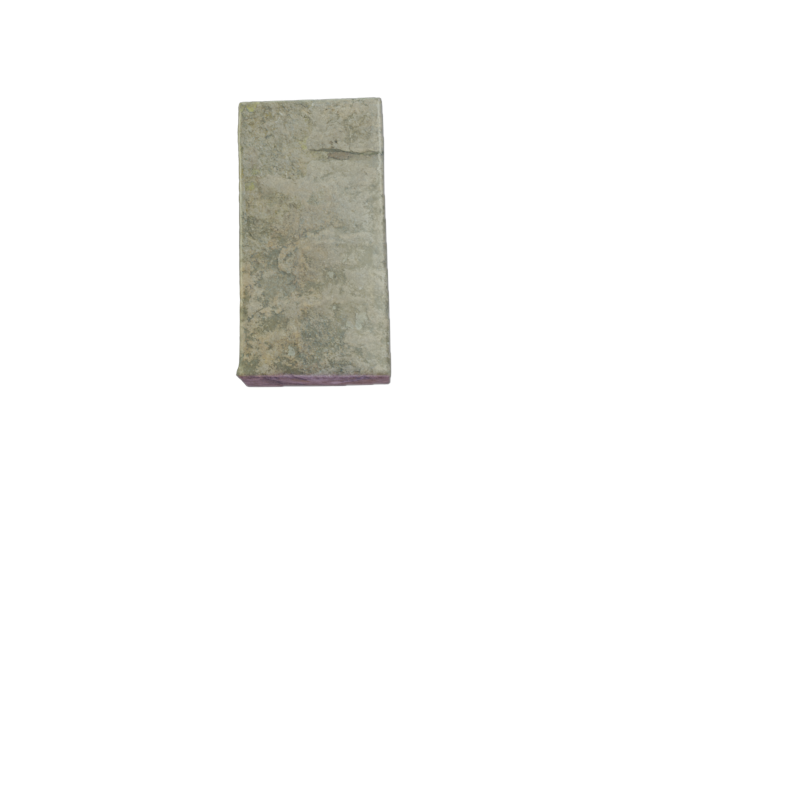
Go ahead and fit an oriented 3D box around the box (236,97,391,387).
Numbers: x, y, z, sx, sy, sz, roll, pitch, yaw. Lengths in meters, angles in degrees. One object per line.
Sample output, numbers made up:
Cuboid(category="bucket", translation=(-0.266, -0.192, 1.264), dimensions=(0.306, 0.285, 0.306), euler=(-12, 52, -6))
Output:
Cuboid(category="box", translation=(-0.054, -0.099, 0.691), dimensions=(0.094, 0.183, 0.046), euler=(-1, -15, 2))
